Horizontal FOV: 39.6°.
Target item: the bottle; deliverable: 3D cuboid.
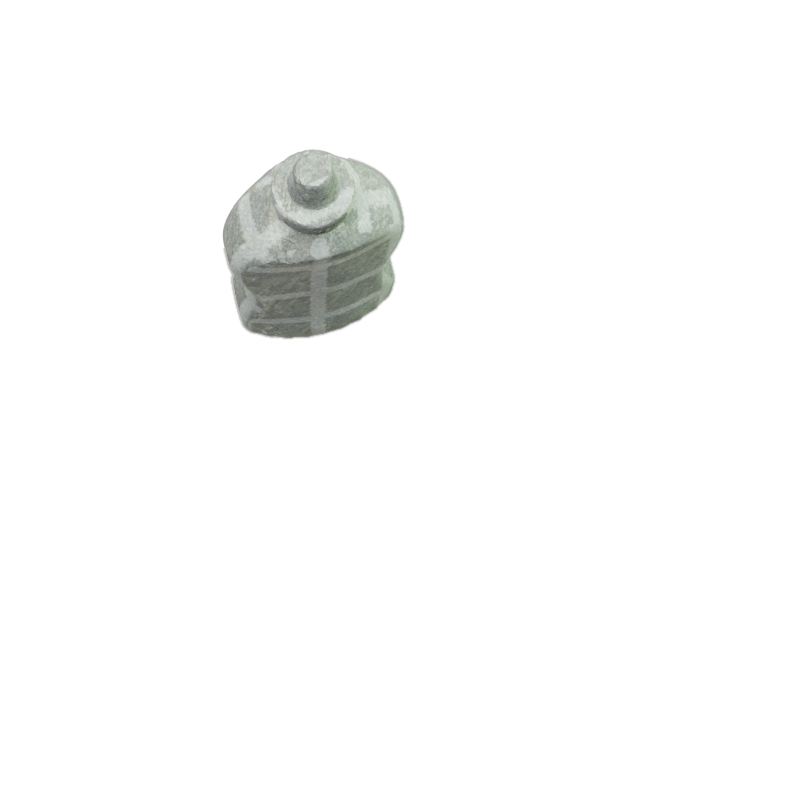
[{"bbox_3d":[-0.047,-0.087,0.604,0.095,0.061,0.185,-13,-12,-6],"label":"bottle"}]
